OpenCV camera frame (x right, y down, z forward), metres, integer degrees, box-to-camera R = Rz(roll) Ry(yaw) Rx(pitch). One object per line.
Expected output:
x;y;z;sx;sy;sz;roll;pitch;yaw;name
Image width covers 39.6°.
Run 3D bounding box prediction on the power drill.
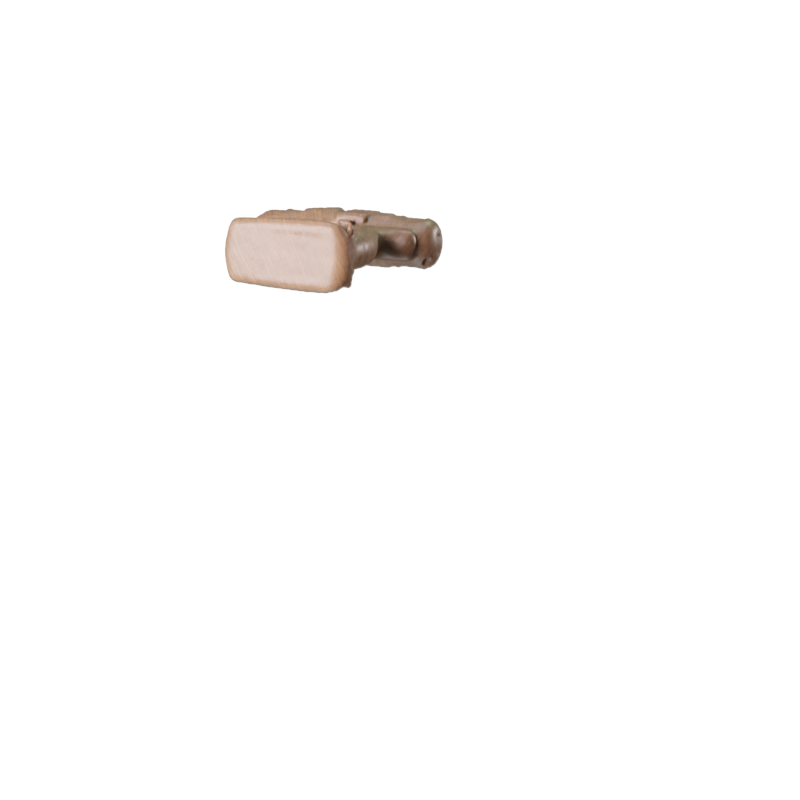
-0.075;-0.136;0.954;0.190;0.056;0.187;6;15;21;power drill
